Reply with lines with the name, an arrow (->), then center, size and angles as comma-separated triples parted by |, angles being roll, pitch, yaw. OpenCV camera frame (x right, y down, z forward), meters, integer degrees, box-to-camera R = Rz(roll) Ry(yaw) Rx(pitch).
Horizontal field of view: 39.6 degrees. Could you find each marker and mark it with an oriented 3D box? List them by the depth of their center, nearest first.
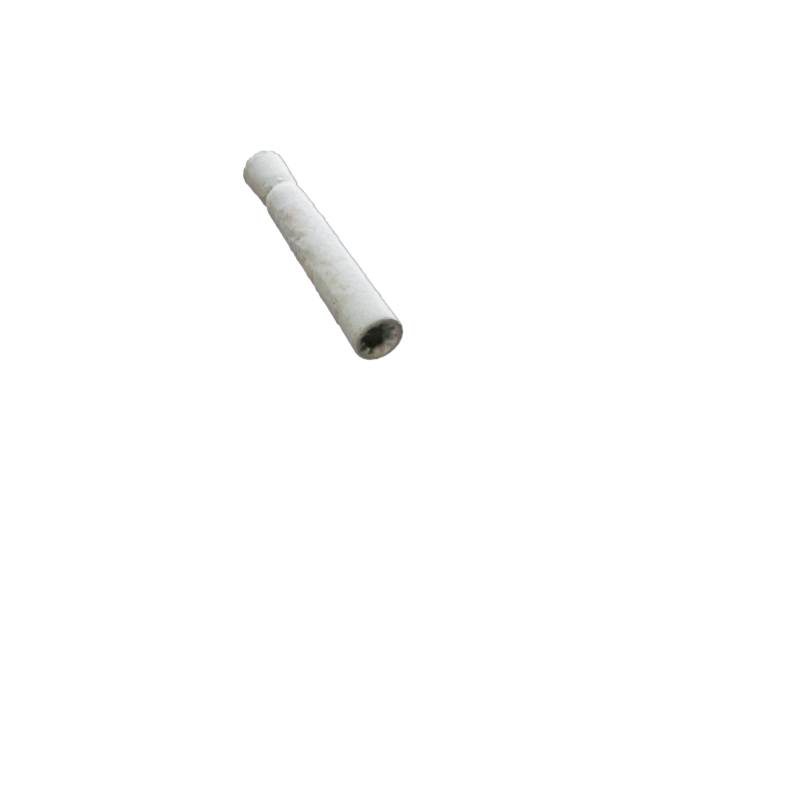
marker -> -0.033, -0.061, 0.426 | 0.019, 0.019, 0.131 | -2, 39, -29
